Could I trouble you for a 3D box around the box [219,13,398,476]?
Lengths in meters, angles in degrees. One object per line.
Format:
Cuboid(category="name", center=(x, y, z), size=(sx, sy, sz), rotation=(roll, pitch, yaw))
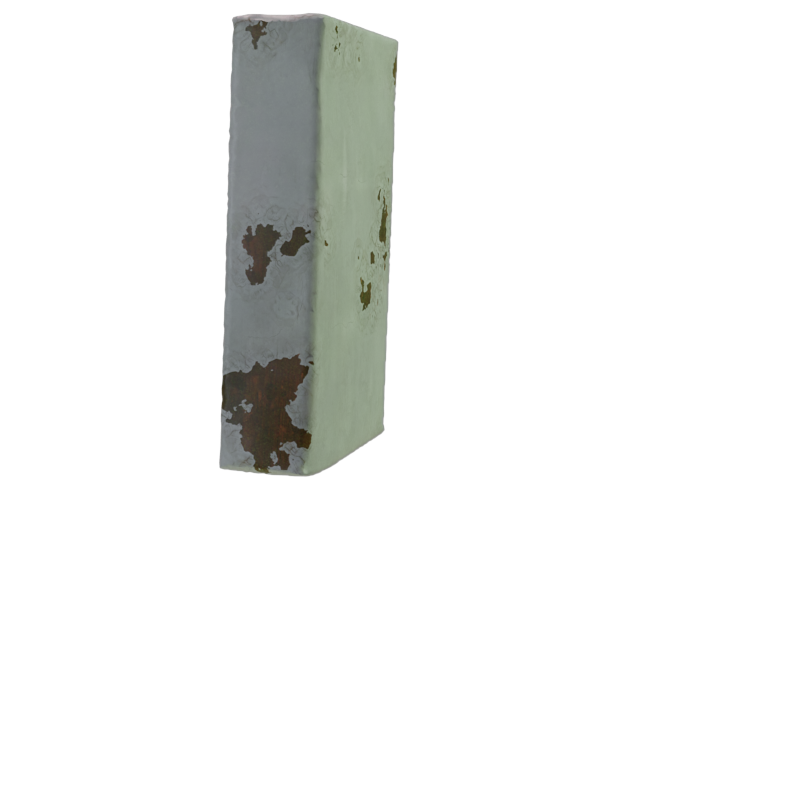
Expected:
Cuboid(category="box", center=(-0.036, -0.066, 0.459), size=(0.049, 0.175, 0.092), rotation=(1, 5, 18))
